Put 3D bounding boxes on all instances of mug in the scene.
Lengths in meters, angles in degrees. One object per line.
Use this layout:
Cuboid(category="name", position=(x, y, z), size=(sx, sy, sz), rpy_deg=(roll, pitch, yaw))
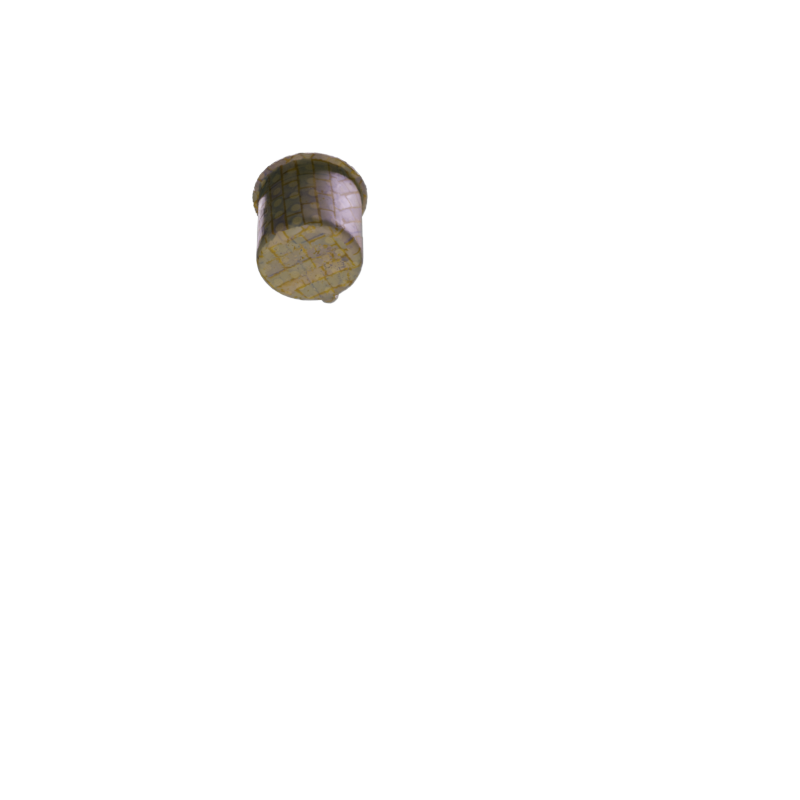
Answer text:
Cuboid(category="mug", position=(-0.068, -0.124, 0.871), size=(0.094, 0.087, 0.108), rpy_deg=(-9, -45, 7))
